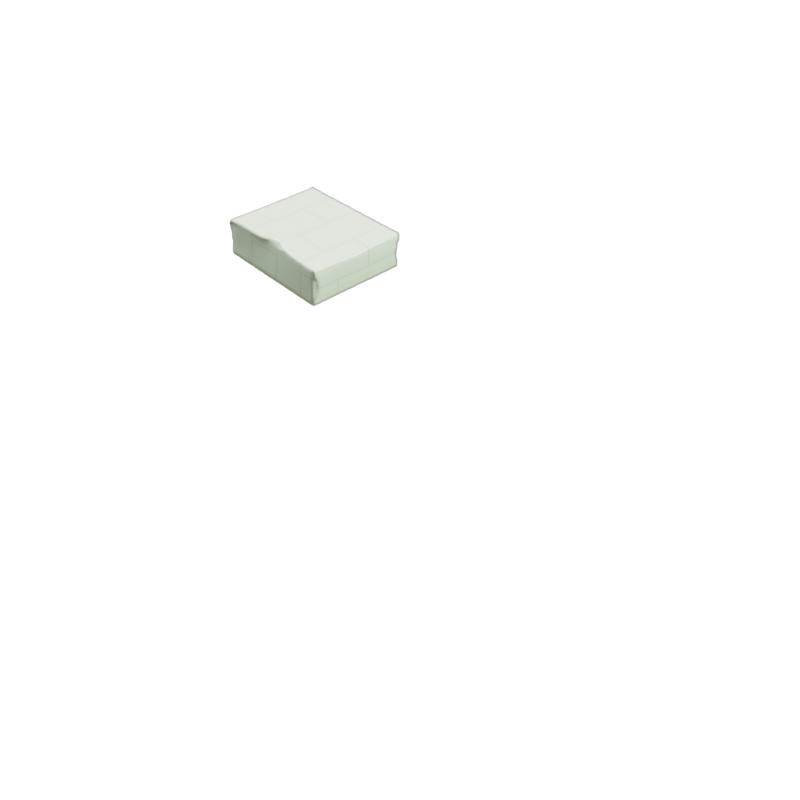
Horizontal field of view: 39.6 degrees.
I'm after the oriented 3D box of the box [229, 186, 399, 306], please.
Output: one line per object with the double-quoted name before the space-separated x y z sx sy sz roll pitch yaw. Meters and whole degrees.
"box" -0.057 -0.104 0.730 0.073 0.028 0.096 -27 44 -33
